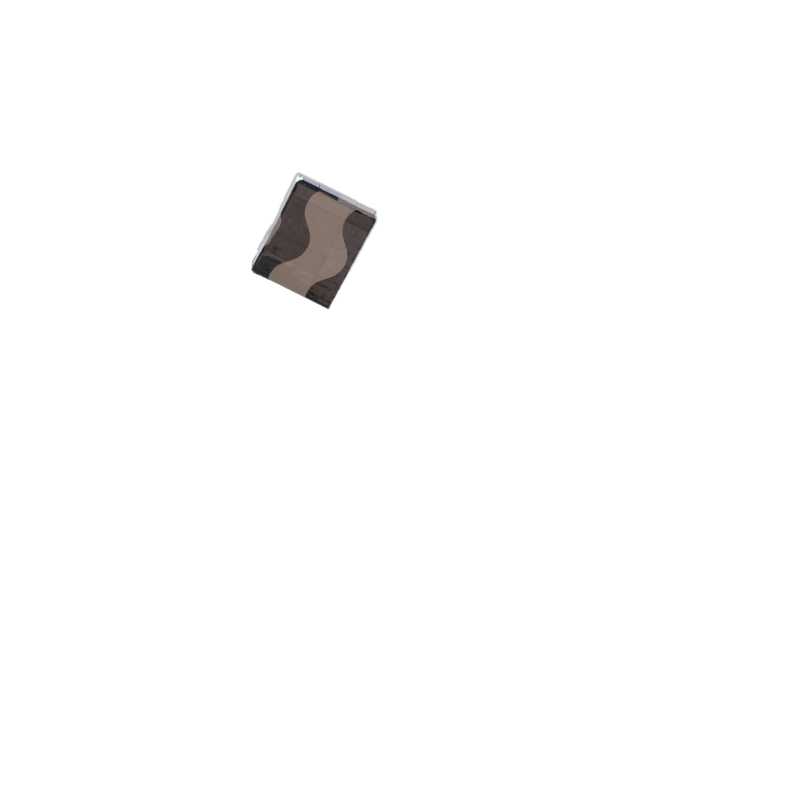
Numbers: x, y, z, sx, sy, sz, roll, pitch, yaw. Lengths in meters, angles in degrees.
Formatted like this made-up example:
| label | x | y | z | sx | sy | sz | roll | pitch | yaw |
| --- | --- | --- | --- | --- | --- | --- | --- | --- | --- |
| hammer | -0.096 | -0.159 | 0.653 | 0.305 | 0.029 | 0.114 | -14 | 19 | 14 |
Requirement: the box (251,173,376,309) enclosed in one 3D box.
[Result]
| label | x | y | z | sx | sy | sz | roll | pitch | yaw |
| --- | --- | --- | --- | --- | --- | --- | --- | --- | --- |
| box | -0.071 | -0.130 | 0.912 | 0.072 | 0.087 | 0.031 | 27 | 15 | -9 |
